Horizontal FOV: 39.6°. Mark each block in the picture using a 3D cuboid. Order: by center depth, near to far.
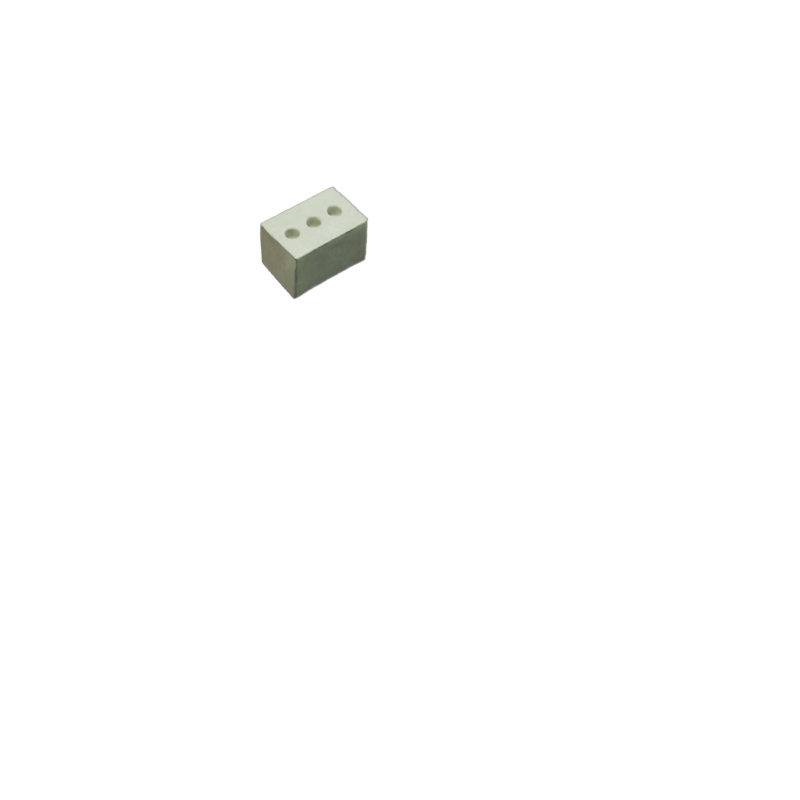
[{"bbox_3d":[-0.074,-0.134,0.941,0.078,0.048,0.056,-32,59,-24],"label":"block"}]
